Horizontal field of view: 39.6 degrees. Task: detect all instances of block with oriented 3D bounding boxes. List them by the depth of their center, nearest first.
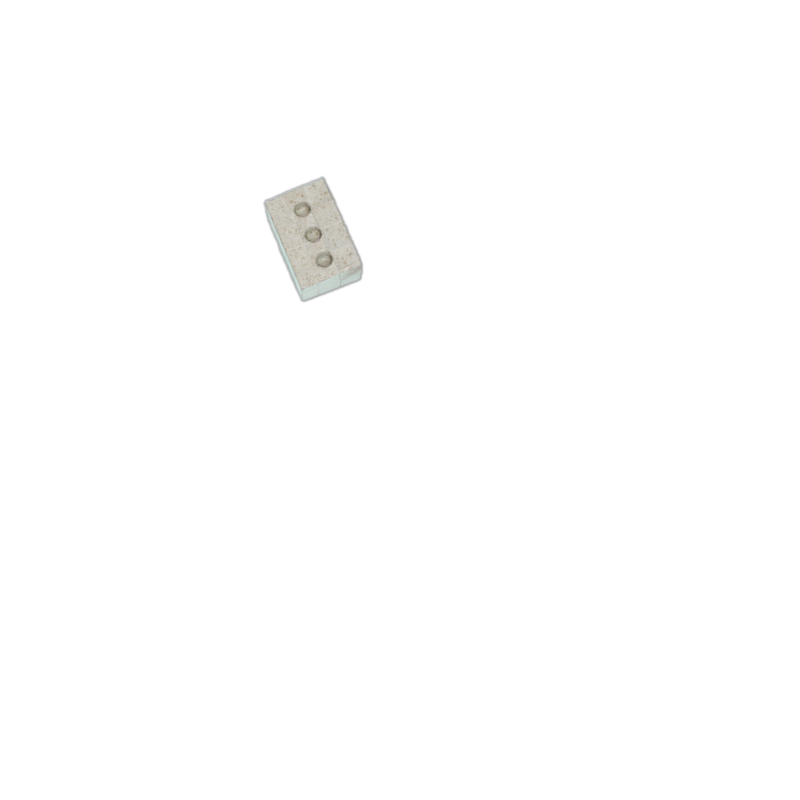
[{"bbox_3d":[-0.069,-0.126,0.880,0.053,0.081,0.050,-23,-10,-6],"label":"block"}]
